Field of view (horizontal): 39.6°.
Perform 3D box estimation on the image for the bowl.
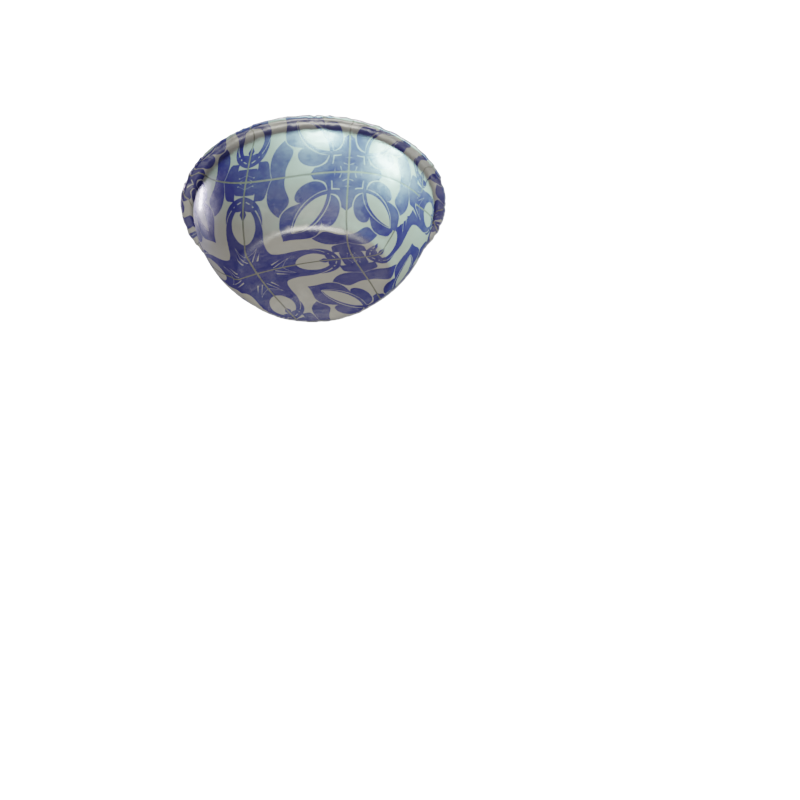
[{"bbox_3d":[-0.052,-0.095,0.664,0.162,0.059,0.151,1,-34,-2],"label":"bowl"}]
